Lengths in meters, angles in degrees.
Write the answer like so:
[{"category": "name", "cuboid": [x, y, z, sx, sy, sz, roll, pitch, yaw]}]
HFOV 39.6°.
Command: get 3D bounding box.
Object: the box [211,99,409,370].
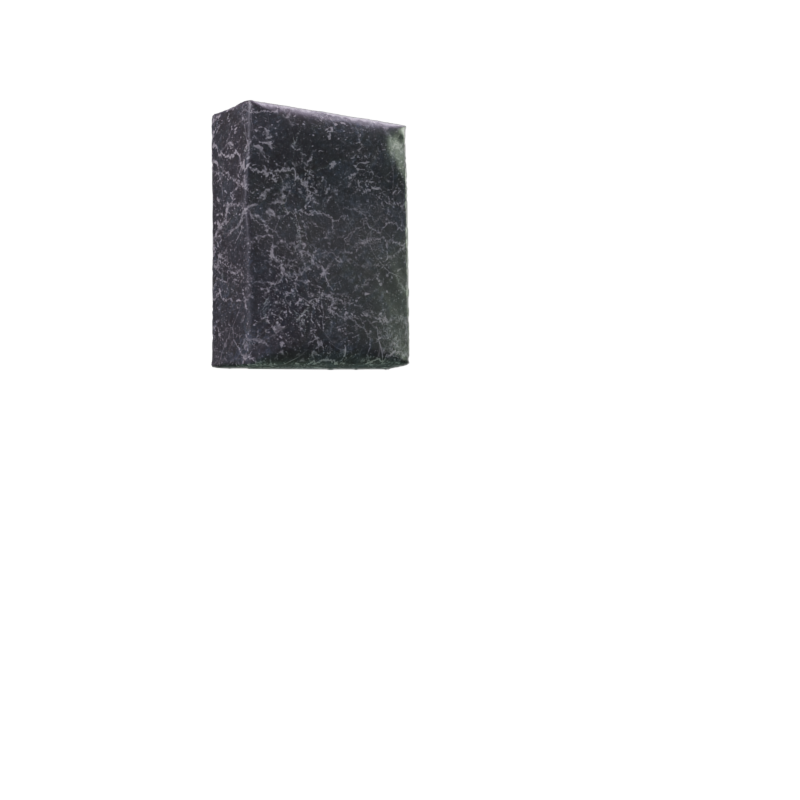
[{"category": "box", "cuboid": [-0.073, -0.133, 0.934, 0.158, 0.217, 0.074, 3, -7, -35]}]
